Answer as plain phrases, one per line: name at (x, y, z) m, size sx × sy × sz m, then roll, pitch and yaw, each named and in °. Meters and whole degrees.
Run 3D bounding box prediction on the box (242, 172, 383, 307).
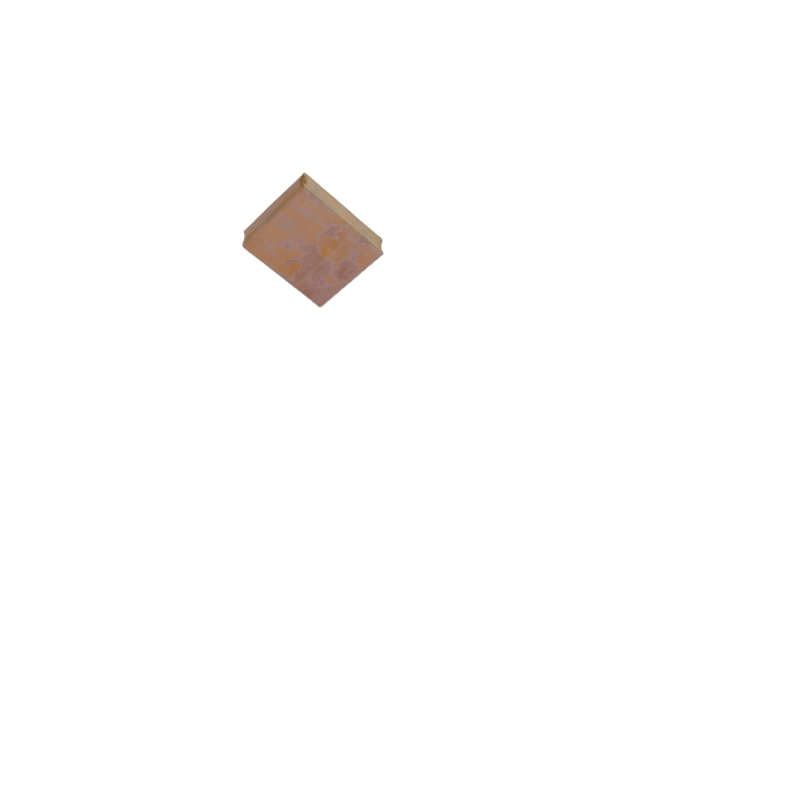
box at (-0.069, -0.126, 0.883) m, size 0.085 × 0.072 × 0.032 m, roll 39°, pitch 25°, yaw -23°
